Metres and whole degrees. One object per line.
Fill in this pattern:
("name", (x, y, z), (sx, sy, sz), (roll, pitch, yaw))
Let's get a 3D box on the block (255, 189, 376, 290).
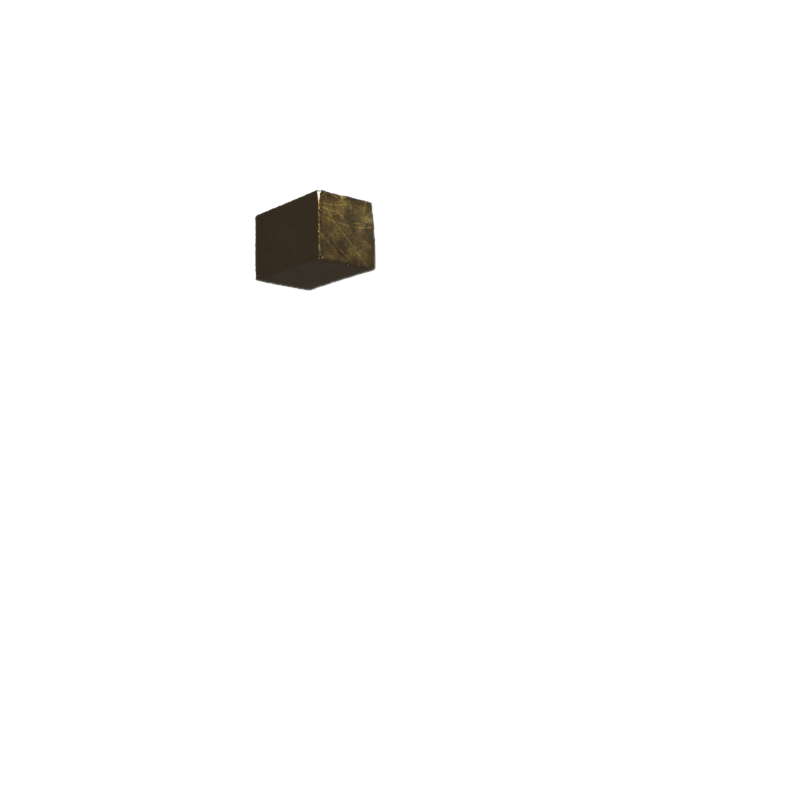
("block", (-0.062, -0.114, 0.797), (0.050, 0.053, 0.079), (10, -15, -40))
